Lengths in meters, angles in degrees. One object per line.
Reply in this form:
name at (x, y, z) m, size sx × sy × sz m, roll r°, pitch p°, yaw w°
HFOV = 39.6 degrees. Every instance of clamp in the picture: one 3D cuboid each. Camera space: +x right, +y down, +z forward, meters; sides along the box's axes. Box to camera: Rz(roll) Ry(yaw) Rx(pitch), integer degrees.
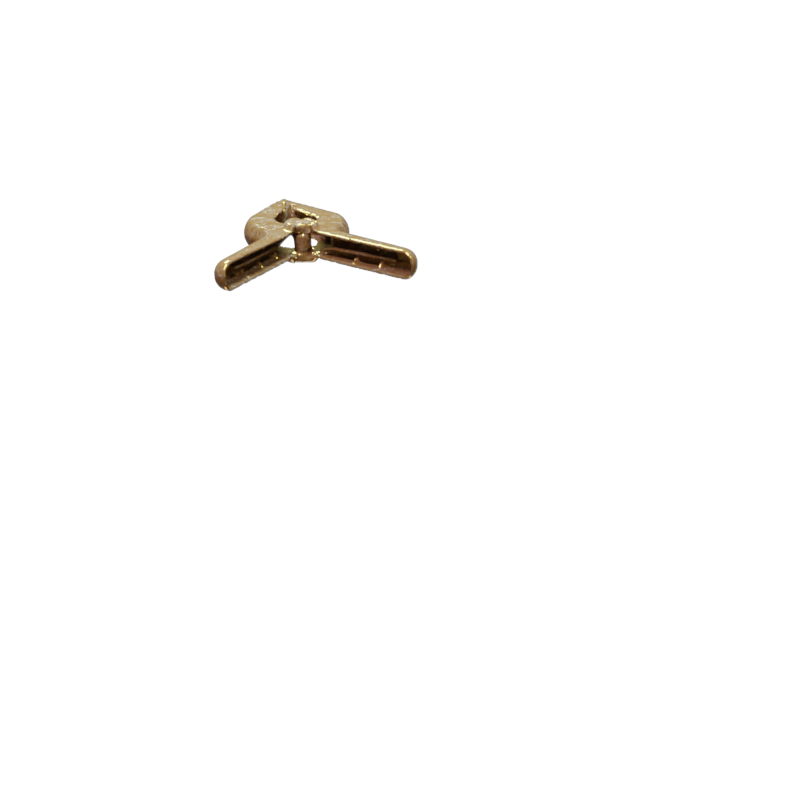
clamp at (-0.076, -0.139, 0.973) m, size 0.164 × 0.035 × 0.220 m, roll -2°, pitch 23°, yaw -4°
